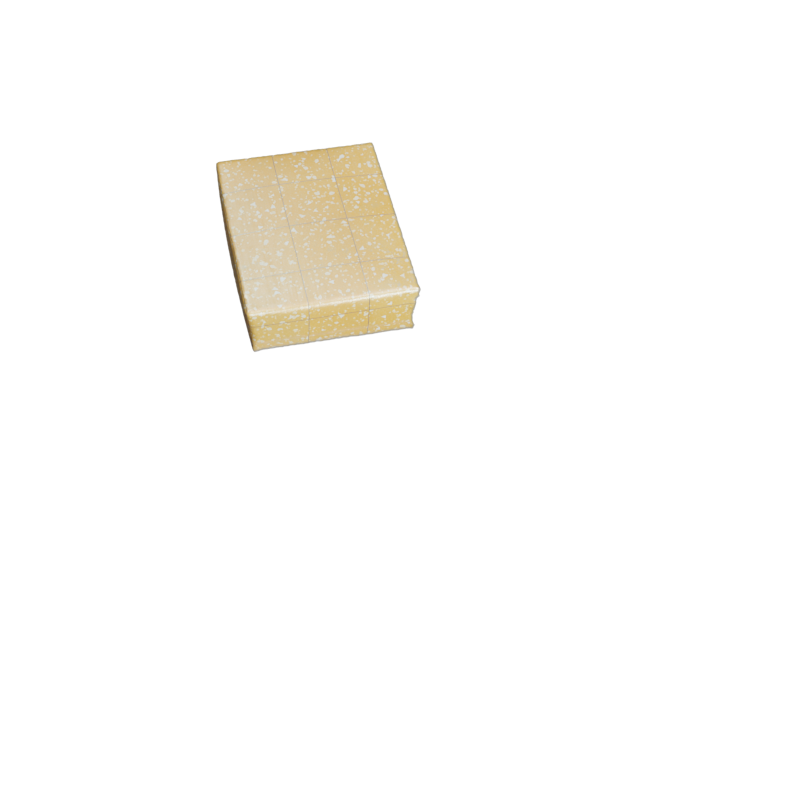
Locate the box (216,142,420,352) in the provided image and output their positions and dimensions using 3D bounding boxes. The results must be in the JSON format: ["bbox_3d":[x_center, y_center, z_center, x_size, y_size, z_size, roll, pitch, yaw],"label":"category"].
[{"bbox_3d":[-0.047,-0.085,0.596,0.089,0.122,0.036,-10,-36,-8],"label":"box"}]
